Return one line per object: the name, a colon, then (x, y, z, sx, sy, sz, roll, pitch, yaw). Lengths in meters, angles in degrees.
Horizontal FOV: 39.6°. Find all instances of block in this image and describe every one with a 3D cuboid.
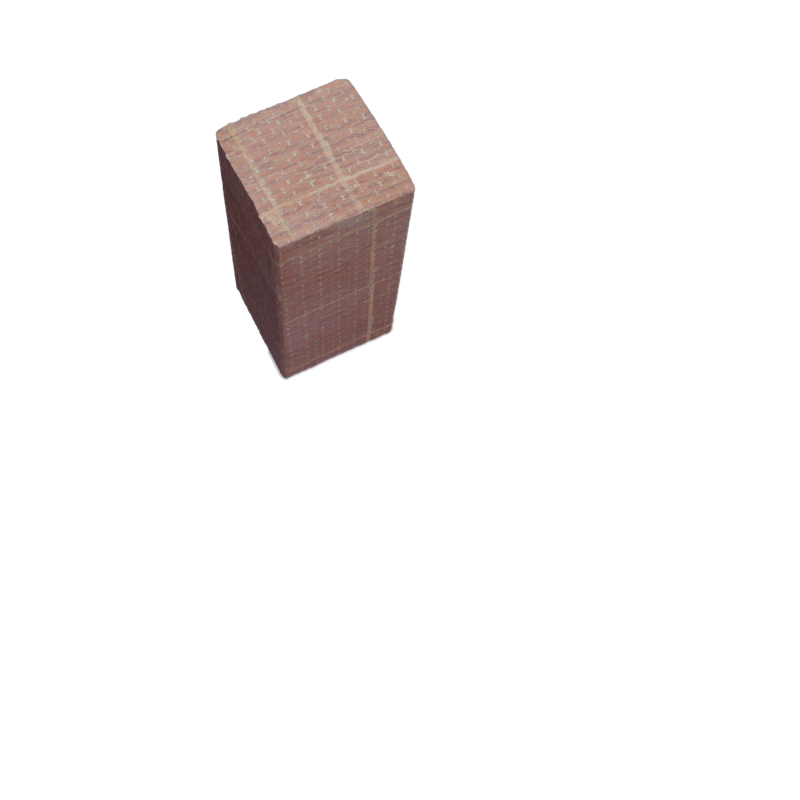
block: (-0.057, -0.104, 0.727, 0.090, 0.095, 0.196, -25, -18, -13)
